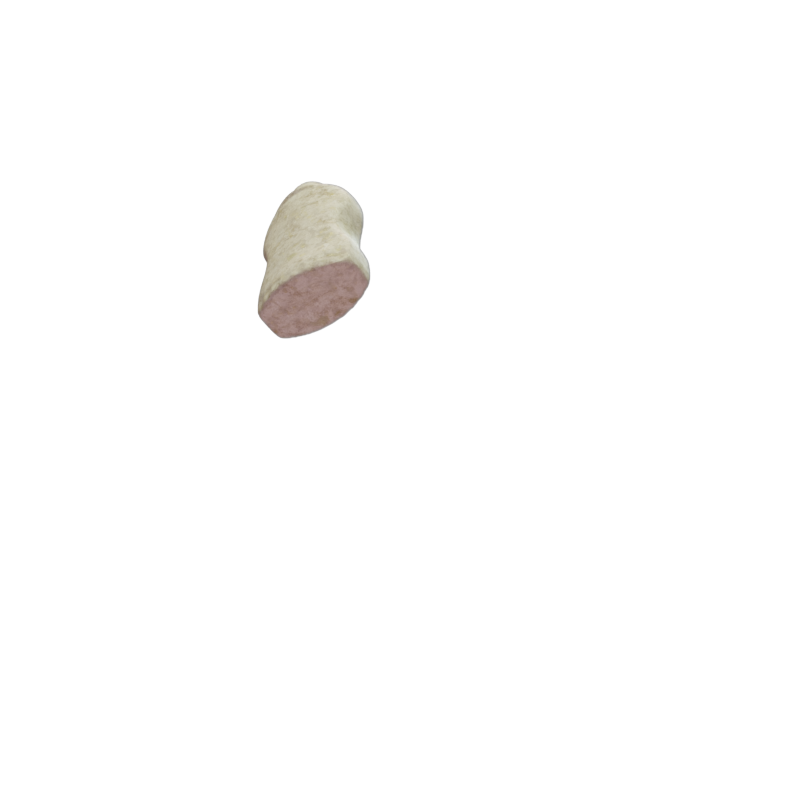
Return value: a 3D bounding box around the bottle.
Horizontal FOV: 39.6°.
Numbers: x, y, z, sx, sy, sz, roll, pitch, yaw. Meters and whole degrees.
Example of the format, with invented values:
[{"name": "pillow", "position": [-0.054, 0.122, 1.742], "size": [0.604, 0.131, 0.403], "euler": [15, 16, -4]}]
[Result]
[{"name": "bottle", "position": [-0.076, -0.139, 0.972], "size": [0.096, 0.055, 0.205], "euler": [-32, 32, 18]}]
